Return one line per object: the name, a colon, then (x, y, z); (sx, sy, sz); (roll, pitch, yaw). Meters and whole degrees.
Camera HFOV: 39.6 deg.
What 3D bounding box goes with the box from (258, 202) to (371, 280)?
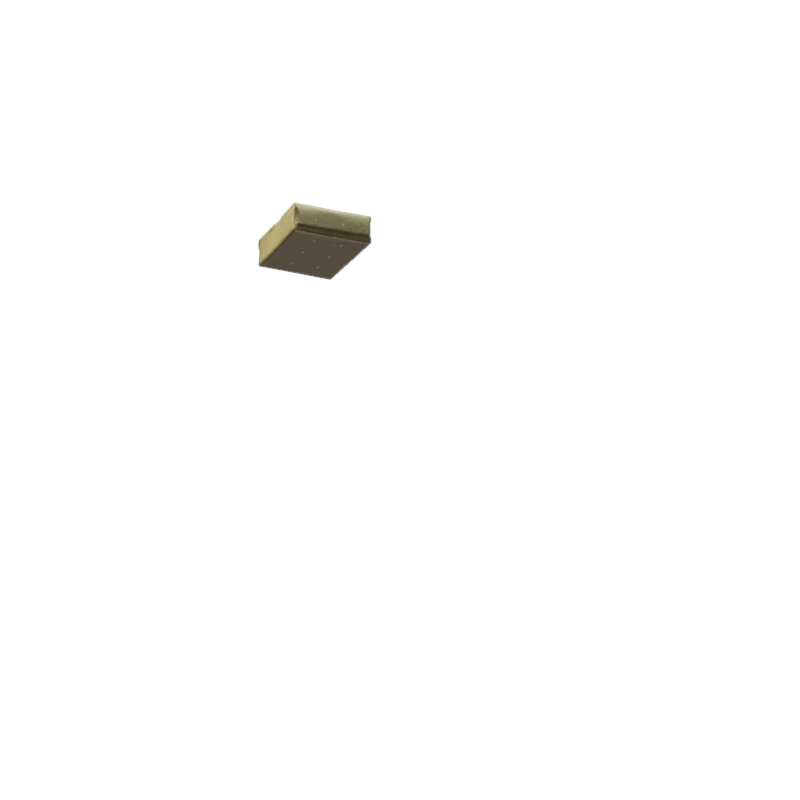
box: (-0.077, -0.140, 0.981); (0.070, 0.032, 0.088); (8, -20, -24)
